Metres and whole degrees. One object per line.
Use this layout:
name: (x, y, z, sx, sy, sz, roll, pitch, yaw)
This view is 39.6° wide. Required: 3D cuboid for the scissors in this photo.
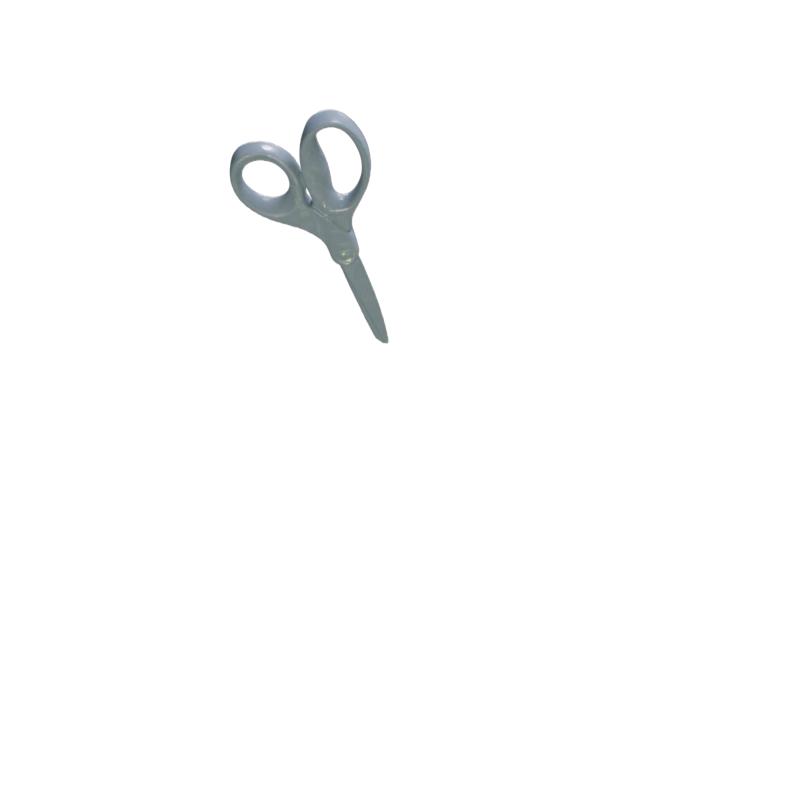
scissors: (-0.056, -0.103, 0.721, 0.096, 0.017, 0.187, -1, -44, 0)
